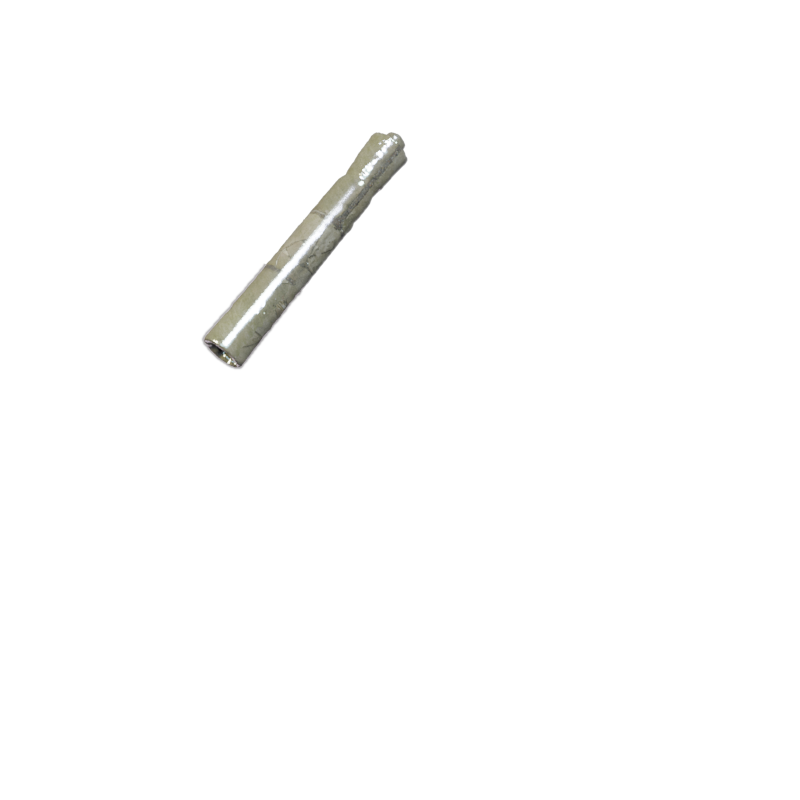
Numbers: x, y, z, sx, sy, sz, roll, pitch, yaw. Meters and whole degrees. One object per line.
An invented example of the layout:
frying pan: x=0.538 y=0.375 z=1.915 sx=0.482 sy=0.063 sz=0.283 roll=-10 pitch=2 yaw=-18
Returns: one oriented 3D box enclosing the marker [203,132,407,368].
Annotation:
marker: x=-0.035 y=-0.065 z=0.452 sx=0.020 sy=0.123 sz=0.019 roll=33 pitch=-20 yaw=10
